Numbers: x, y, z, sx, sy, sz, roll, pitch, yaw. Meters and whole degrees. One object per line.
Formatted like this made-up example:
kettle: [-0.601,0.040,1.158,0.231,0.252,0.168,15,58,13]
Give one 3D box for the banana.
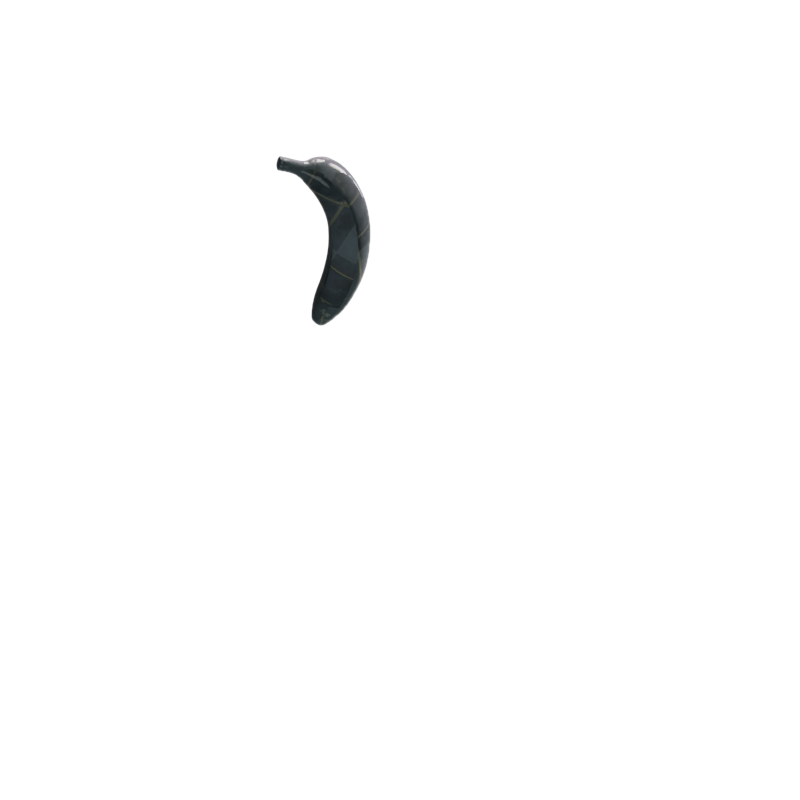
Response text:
banana: [-0.060,-0.147,0.995,0.070,0.183,0.039,-6,42,5]
